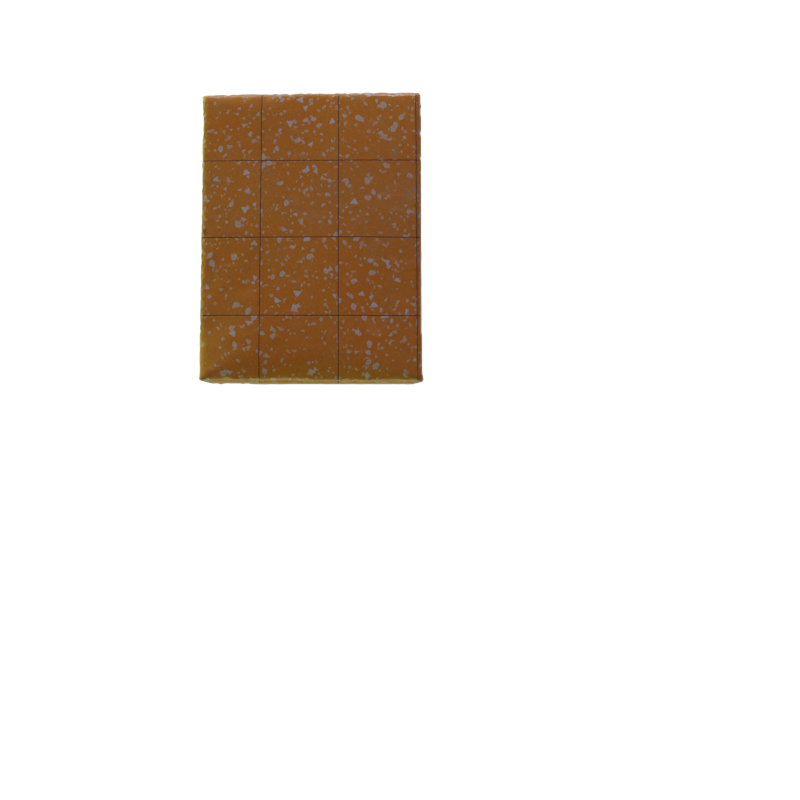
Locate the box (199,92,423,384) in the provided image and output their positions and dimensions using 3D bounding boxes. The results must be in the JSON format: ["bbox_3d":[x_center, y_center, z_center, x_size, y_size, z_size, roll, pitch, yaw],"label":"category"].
[{"bbox_3d":[-0.066,-0.120,0.838,0.164,0.218,0.070,0,-7,1],"label":"box"}]
